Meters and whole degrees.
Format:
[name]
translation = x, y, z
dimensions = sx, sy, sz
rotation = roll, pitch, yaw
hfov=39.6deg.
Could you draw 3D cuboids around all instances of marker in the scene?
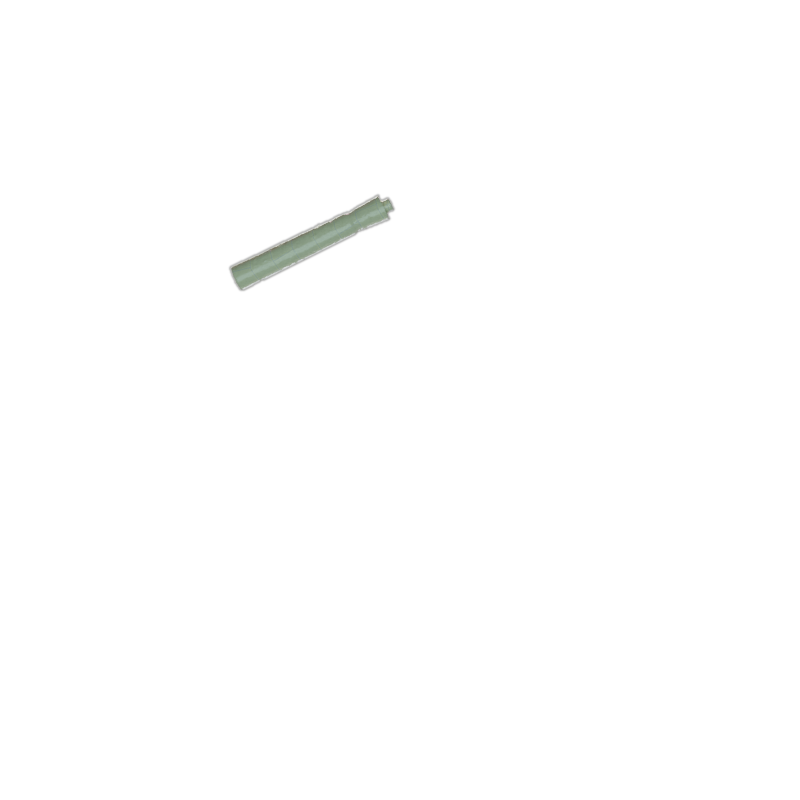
[marker]
translation = -0.060, -0.110, 0.772
dimensions = 0.121, 0.020, 0.020
rotation = -25, 2, 5
